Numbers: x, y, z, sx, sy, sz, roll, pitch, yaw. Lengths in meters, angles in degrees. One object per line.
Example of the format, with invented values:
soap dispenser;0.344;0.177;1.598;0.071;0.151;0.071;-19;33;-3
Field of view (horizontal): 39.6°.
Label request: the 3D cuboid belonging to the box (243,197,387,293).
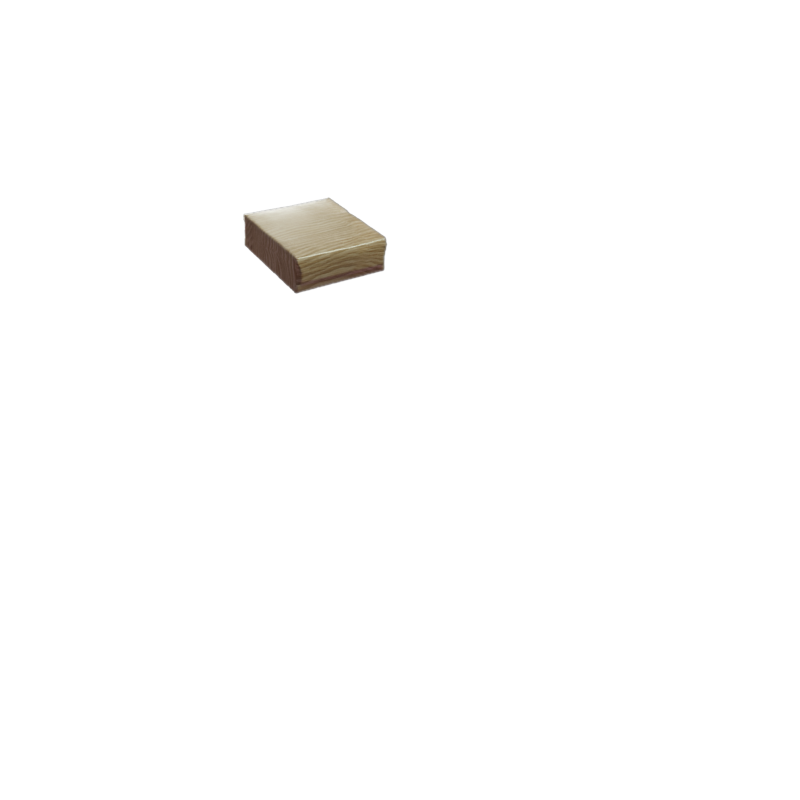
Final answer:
box;-0.063;-0.115;0.804;0.072;0.028;0.096;-16;34;-25
